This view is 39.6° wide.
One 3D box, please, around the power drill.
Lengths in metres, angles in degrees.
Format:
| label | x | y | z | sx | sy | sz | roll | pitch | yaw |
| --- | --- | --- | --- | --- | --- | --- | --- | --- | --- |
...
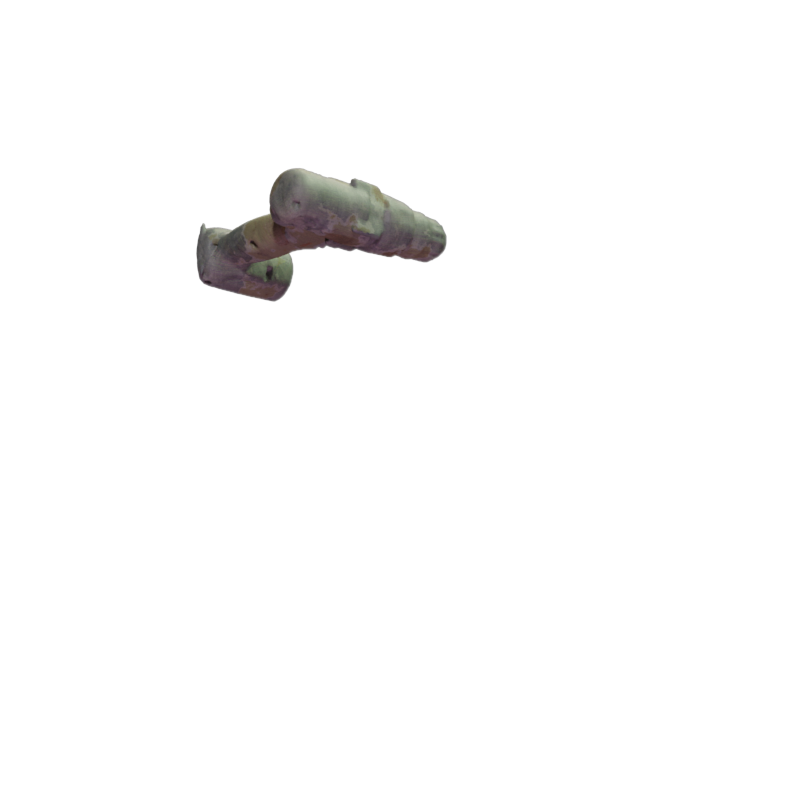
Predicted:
| label | x | y | z | sx | sy | sz | roll | pitch | yaw |
| --- | --- | --- | --- | --- | --- | --- | --- | --- | --- |
| power drill | -0.077 | -0.141 | 0.988 | 0.174 | 0.060 | 0.189 | 15 | -24 | -40 |
